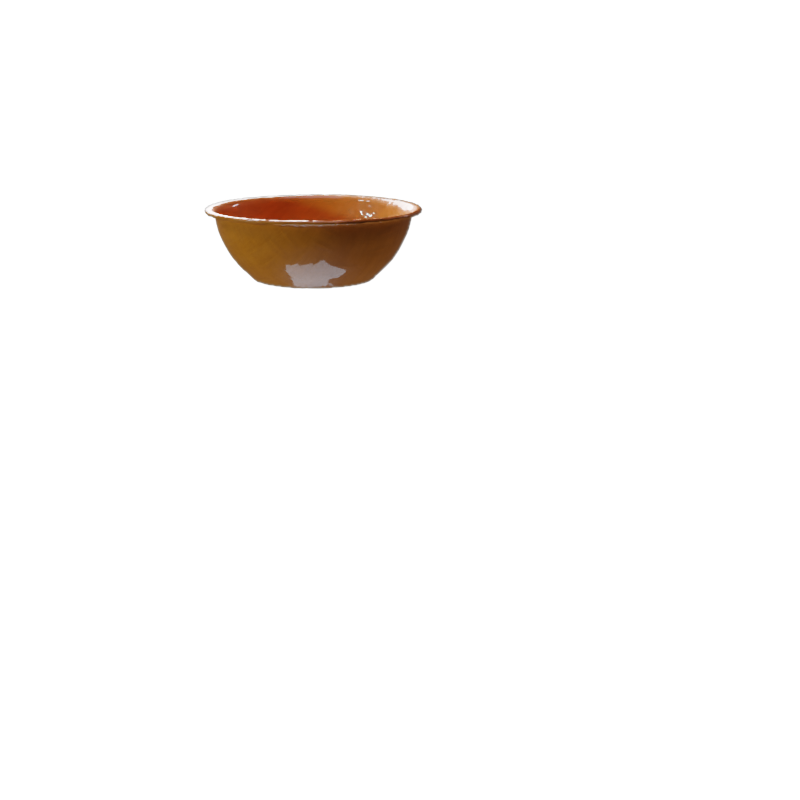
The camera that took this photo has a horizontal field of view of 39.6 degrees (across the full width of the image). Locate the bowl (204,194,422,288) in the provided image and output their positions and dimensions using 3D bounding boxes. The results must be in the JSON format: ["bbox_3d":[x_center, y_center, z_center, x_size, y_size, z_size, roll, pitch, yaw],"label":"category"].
[{"bbox_3d":[-0.065,-0.119,0.831,0.162,0.053,0.167,-1,16,-2],"label":"bowl"}]
